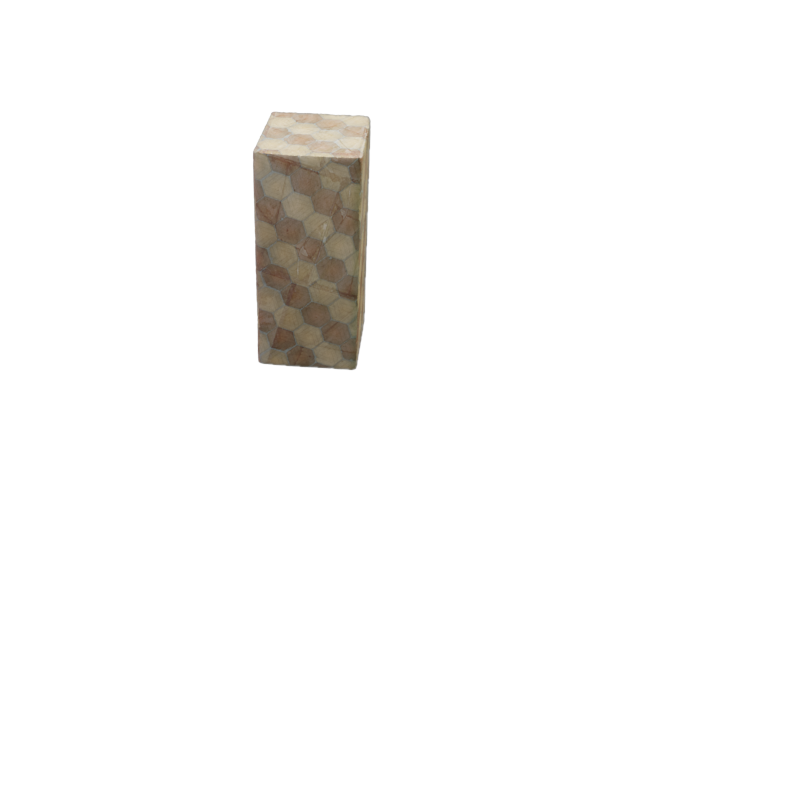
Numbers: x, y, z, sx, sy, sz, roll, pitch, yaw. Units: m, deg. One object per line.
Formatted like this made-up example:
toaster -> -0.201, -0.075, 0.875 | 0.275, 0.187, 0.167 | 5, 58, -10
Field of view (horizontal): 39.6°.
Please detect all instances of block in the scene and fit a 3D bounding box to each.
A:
block -> -0.075, -0.138, 0.970 | 0.091, 0.194, 0.096 | 4, 31, 4
